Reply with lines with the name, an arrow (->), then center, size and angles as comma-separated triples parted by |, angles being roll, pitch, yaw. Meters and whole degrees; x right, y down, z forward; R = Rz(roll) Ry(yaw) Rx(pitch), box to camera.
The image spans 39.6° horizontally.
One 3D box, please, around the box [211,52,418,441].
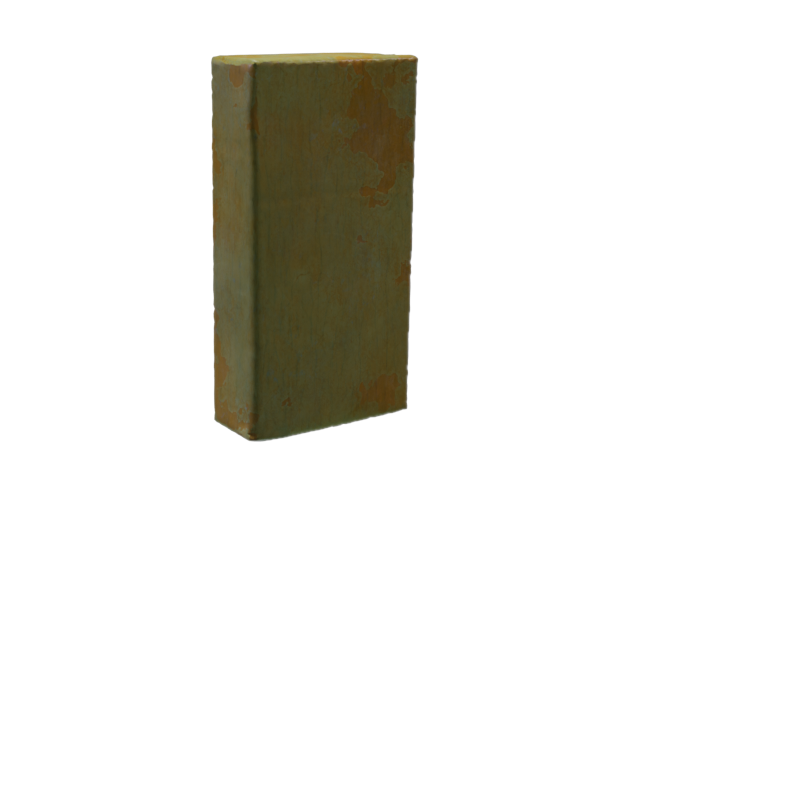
box -> -0.041, -0.075, 0.526 | 0.091, 0.172, 0.051 | -8, 14, -35
